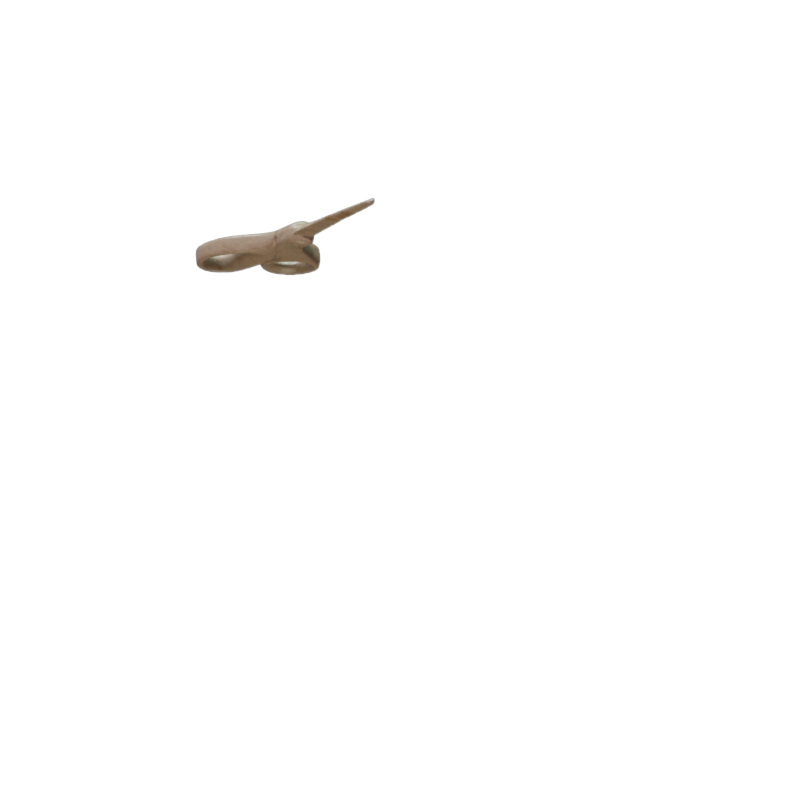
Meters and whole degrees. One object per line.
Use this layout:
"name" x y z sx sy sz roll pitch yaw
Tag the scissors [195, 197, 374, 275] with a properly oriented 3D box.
"scissors" -0.058 -0.106 0.740 0.091 0.016 0.207 5 -7 -45
